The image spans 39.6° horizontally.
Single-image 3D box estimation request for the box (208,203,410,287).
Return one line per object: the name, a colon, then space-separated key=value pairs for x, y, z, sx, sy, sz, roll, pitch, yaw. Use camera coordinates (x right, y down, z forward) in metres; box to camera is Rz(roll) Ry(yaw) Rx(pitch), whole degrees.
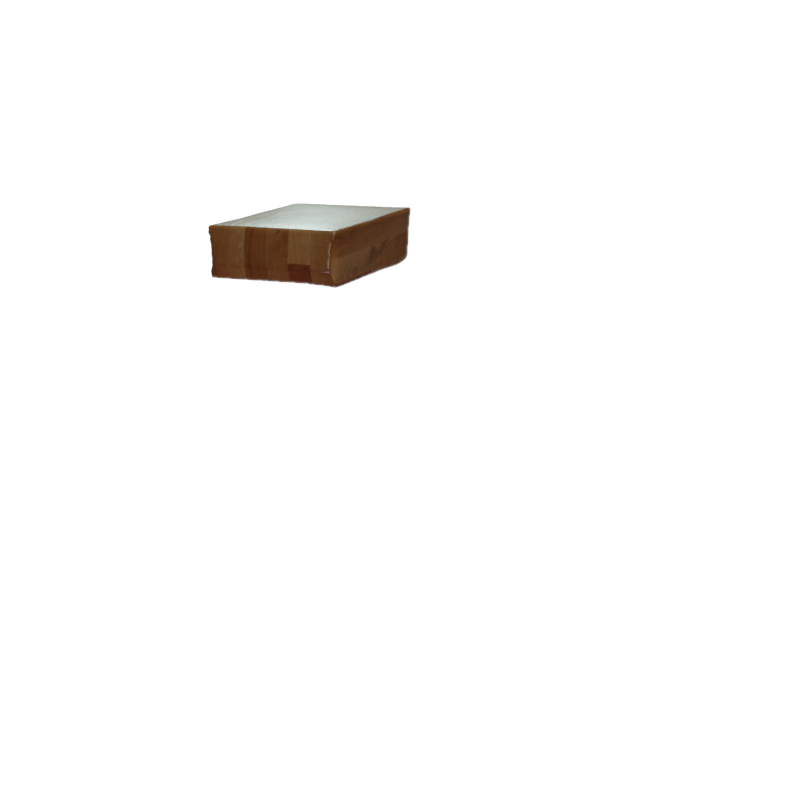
box: x=-0.056 y=-0.102 z=0.713 sx=0.093 sy=0.038 sz=0.112 roll=7 pitch=16 yaw=25
